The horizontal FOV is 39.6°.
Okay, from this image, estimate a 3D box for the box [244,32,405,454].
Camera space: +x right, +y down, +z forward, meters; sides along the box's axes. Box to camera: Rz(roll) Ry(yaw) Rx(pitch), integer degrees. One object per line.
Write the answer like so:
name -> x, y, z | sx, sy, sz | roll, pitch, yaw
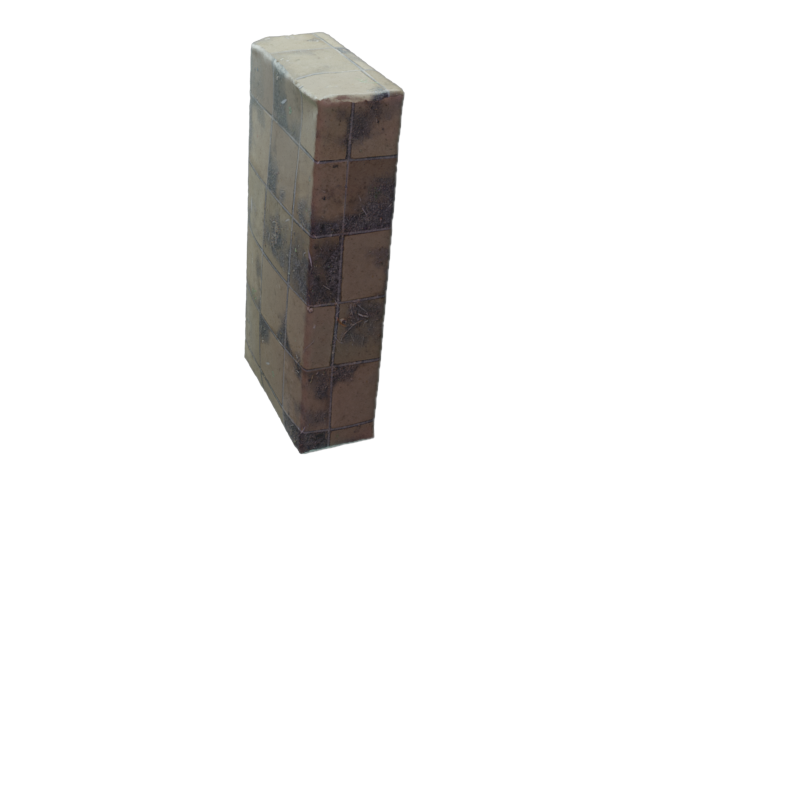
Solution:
box -> -0.041, -0.074, 0.520 | 0.047, 0.166, 0.101 | -10, 31, -21
